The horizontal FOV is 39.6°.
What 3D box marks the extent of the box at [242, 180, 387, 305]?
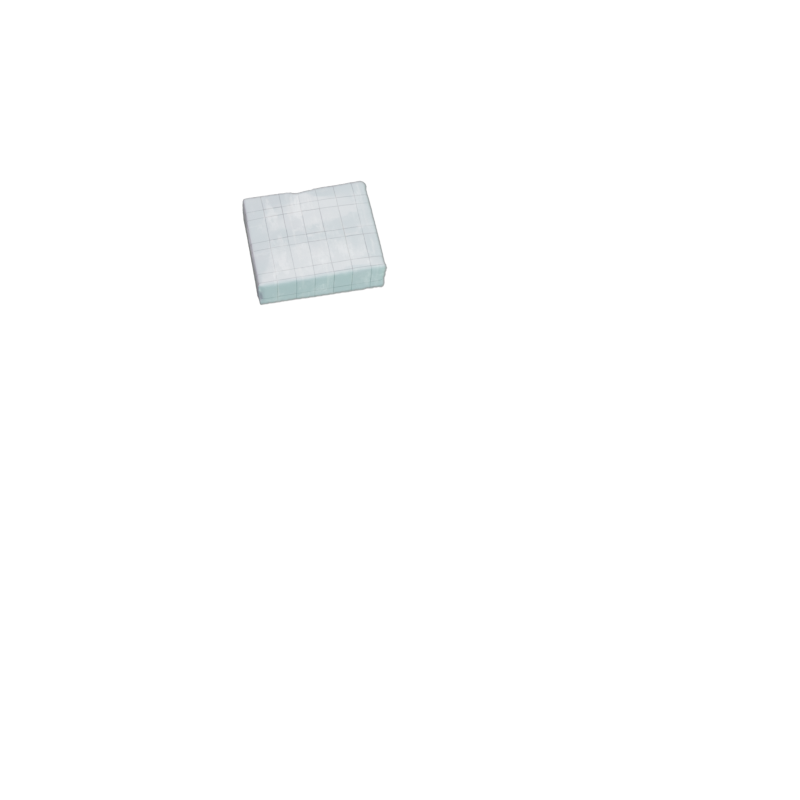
[{"bbox_3d":[-0.060,-0.109,0.764,0.089,0.078,0.028,-10,-30,-6],"label":"box"}]
